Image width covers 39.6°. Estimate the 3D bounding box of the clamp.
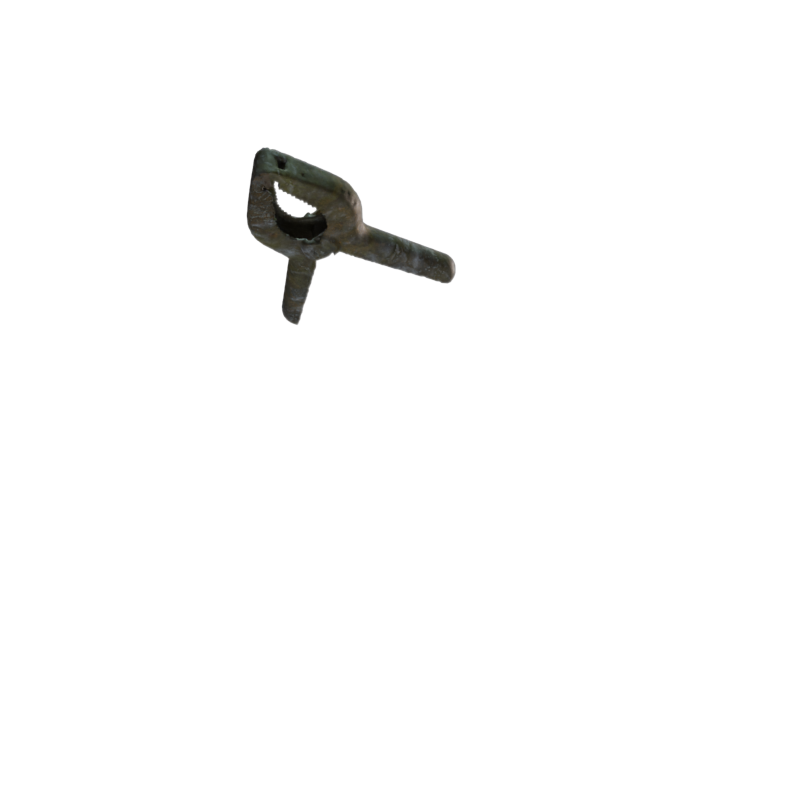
[{"bbox_3d":[-0.072,-0.132,0.923,0.166,0.039,0.194,-19,-37,27],"label":"clamp"}]
